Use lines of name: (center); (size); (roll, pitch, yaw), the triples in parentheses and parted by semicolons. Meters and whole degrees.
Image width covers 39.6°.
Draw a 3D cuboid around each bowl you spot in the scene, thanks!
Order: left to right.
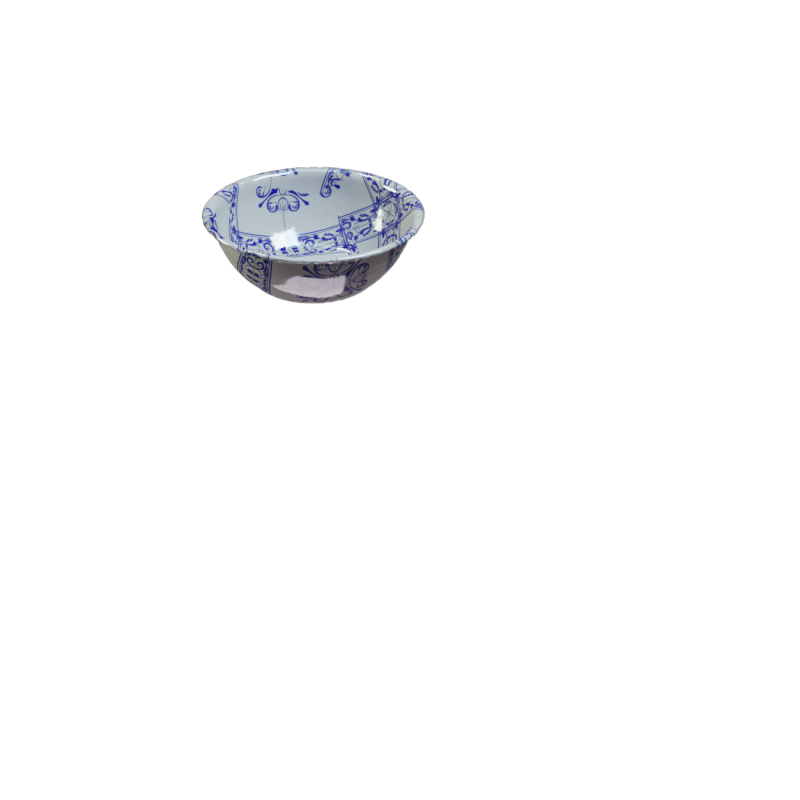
bowl: (-0.064, -0.117, 0.817); (0.162, 0.052, 0.172); (-1, 32, -2)
